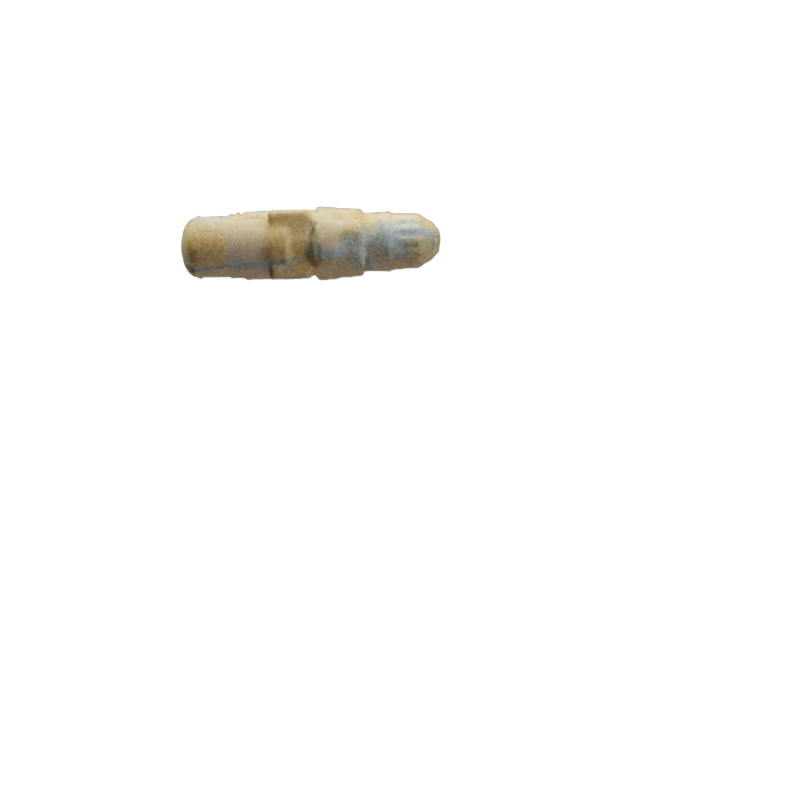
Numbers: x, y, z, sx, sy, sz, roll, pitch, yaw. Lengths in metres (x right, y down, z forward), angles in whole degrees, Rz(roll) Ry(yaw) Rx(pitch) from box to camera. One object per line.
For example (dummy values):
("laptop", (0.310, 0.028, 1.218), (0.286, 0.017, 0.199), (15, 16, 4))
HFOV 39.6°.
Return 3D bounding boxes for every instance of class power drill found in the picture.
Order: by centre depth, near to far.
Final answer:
("power drill", (-0.067, -0.123, 0.860), (0.184, 0.057, 0.189), (0, 6, -1))
